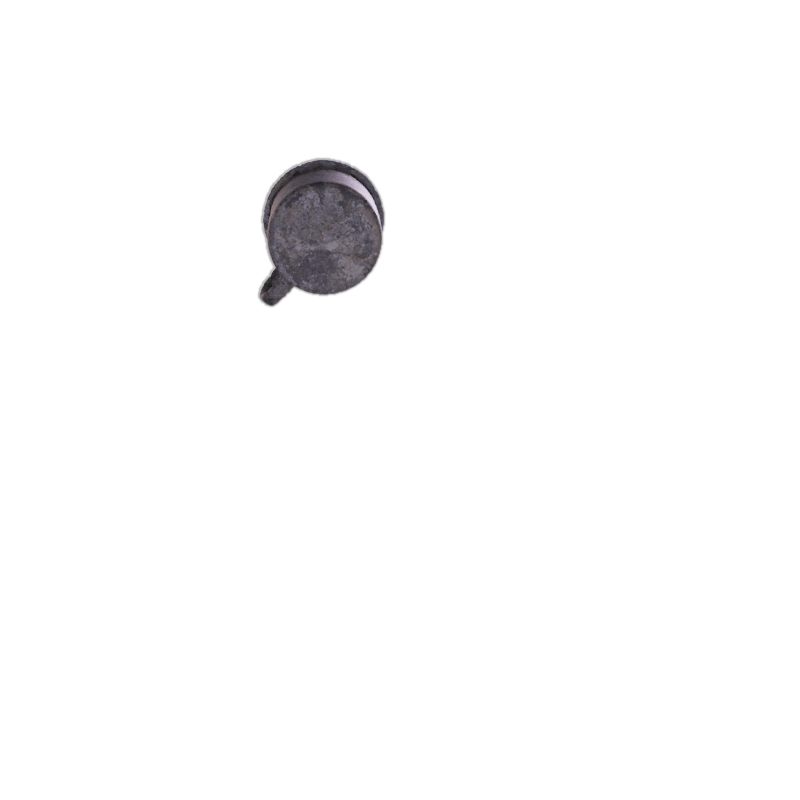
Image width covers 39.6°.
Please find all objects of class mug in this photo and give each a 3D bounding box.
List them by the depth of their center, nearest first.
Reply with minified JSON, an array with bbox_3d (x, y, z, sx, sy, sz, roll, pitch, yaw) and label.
[{"bbox_3d":[-0.063,-0.116,0.811,0.091,0.116,0.084,41,10,-12],"label":"mug"}]
